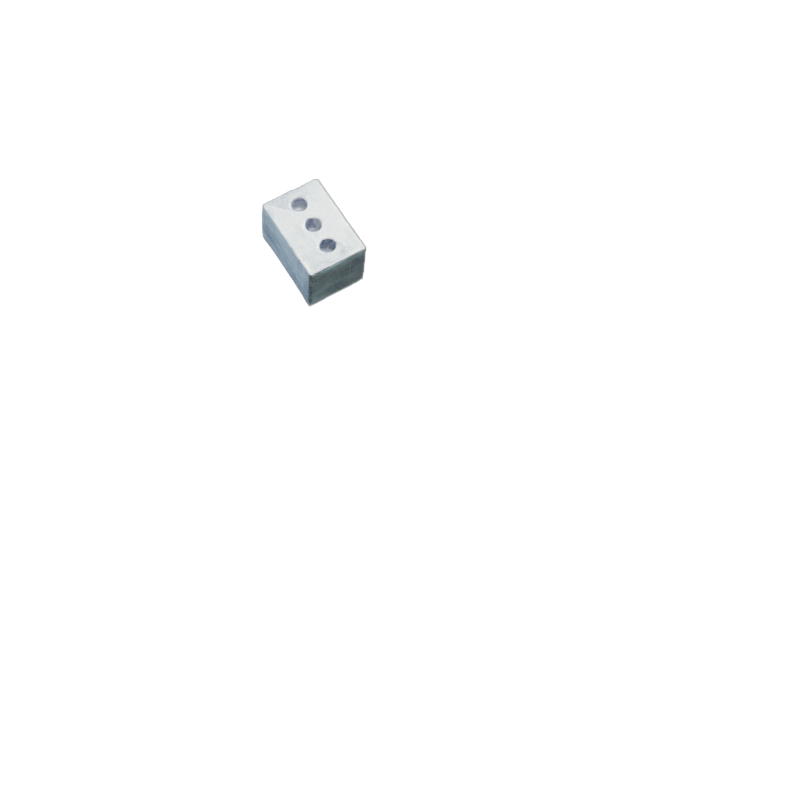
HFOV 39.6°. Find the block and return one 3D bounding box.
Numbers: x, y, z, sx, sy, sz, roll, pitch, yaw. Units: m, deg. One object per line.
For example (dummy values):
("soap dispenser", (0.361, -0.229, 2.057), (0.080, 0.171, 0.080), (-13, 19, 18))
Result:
("block", (-0.069, -0.125, 0.878), (0.053, 0.083, 0.048), (-28, -25, -16))
